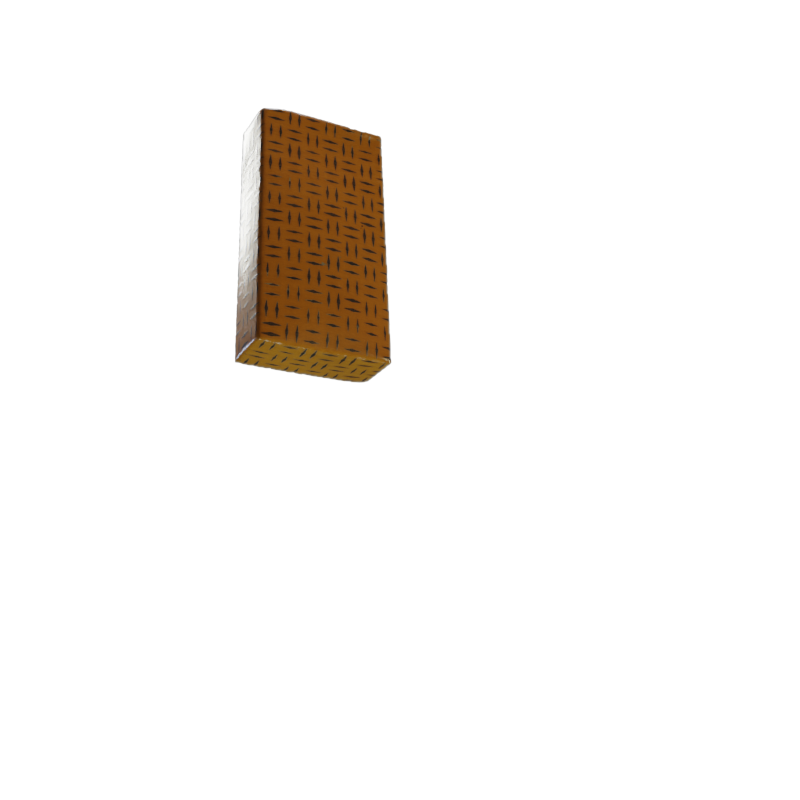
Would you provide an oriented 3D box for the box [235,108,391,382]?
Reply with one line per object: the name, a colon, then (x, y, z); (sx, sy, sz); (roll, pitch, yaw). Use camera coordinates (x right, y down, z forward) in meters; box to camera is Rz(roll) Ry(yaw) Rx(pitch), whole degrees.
box: (-0.057, -0.104, 0.728); (0.090, 0.187, 0.047); (10, -29, -23)
